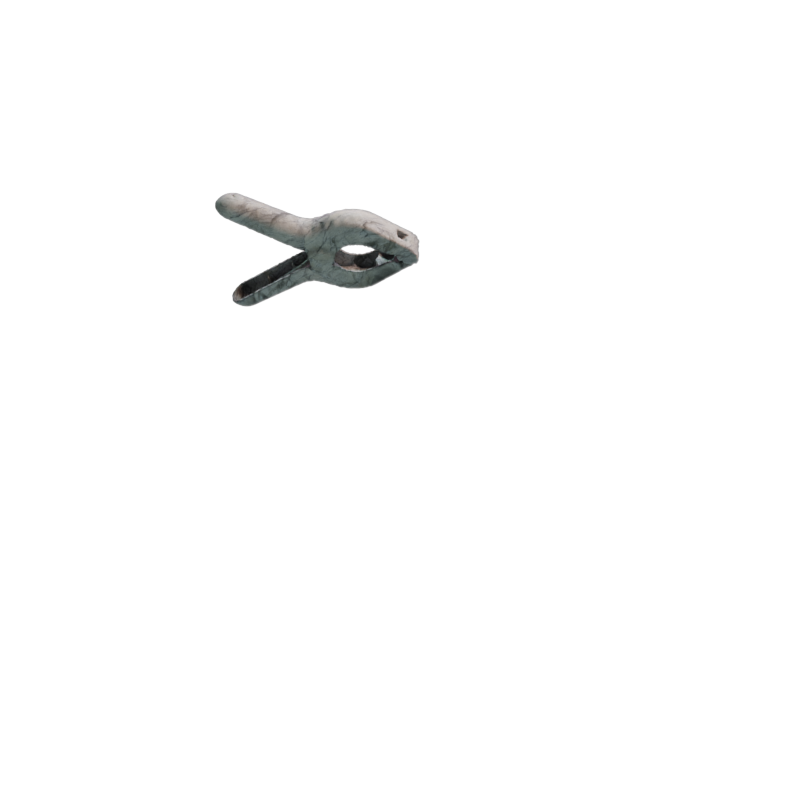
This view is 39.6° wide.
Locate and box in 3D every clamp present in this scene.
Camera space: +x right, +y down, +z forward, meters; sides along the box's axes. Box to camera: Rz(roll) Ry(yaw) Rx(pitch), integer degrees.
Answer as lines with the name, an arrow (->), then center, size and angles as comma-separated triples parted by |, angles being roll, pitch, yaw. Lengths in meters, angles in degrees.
clamp -> -0.073, -0.133, 0.929 | 0.173, 0.042, 0.111 | -8, -39, 9
